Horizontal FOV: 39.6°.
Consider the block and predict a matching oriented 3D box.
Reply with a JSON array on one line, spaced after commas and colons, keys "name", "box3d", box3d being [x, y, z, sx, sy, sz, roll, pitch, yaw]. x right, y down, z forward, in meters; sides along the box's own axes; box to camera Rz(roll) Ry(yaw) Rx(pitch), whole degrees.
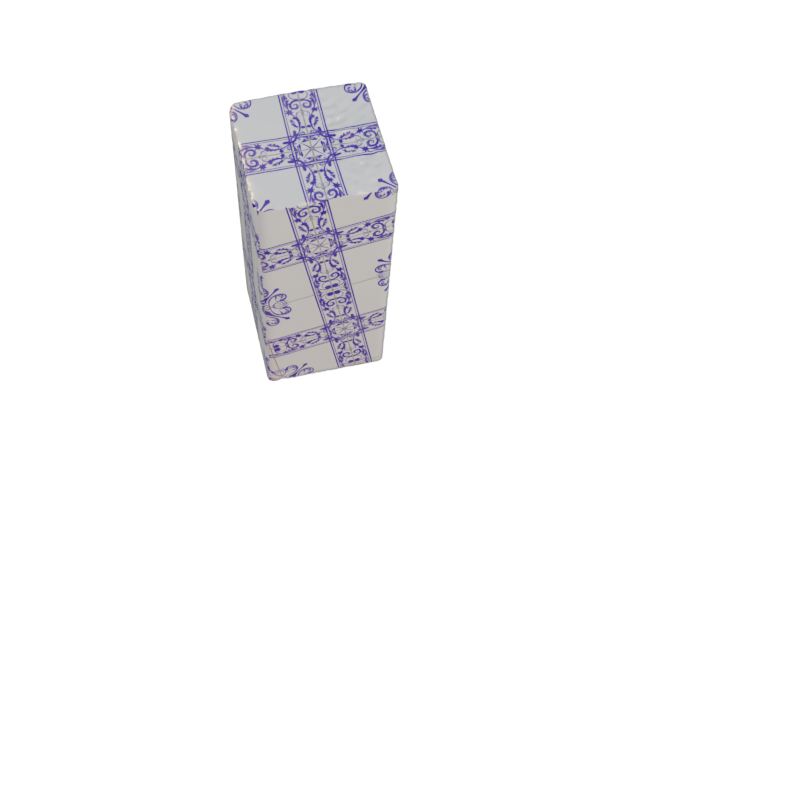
[{"name": "block", "box3d": [-0.060, -0.108, 0.756, 0.089, 0.097, 0.193, -11, -29, -10]}]
